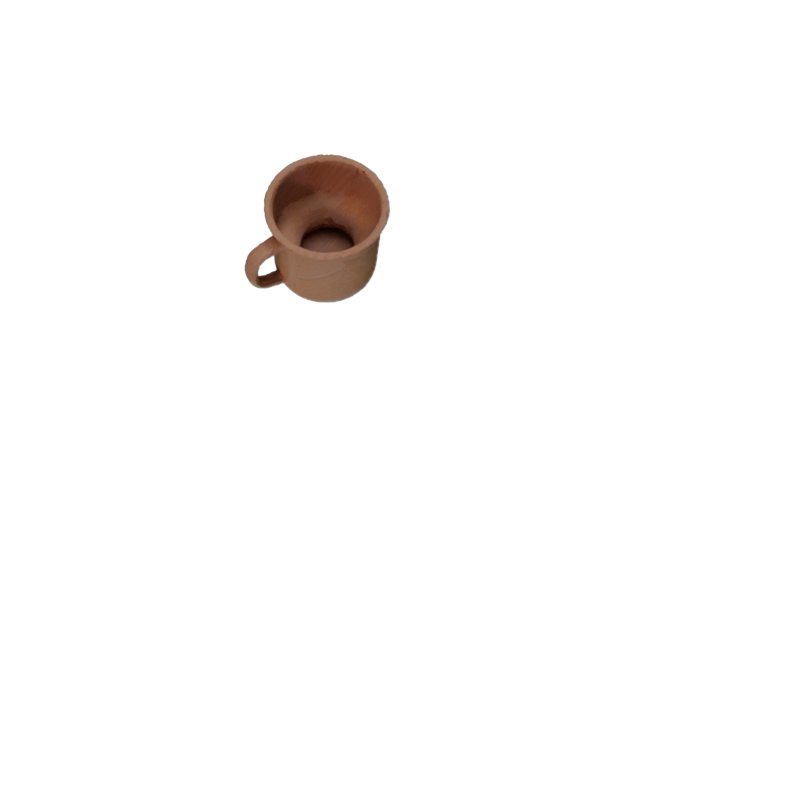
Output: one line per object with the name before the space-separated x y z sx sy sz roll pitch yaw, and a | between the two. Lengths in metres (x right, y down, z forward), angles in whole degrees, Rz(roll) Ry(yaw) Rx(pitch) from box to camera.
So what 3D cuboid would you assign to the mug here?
mug | -0.066 -0.121 0.845 0.117 0.099 0.077 -33 -22 -18
